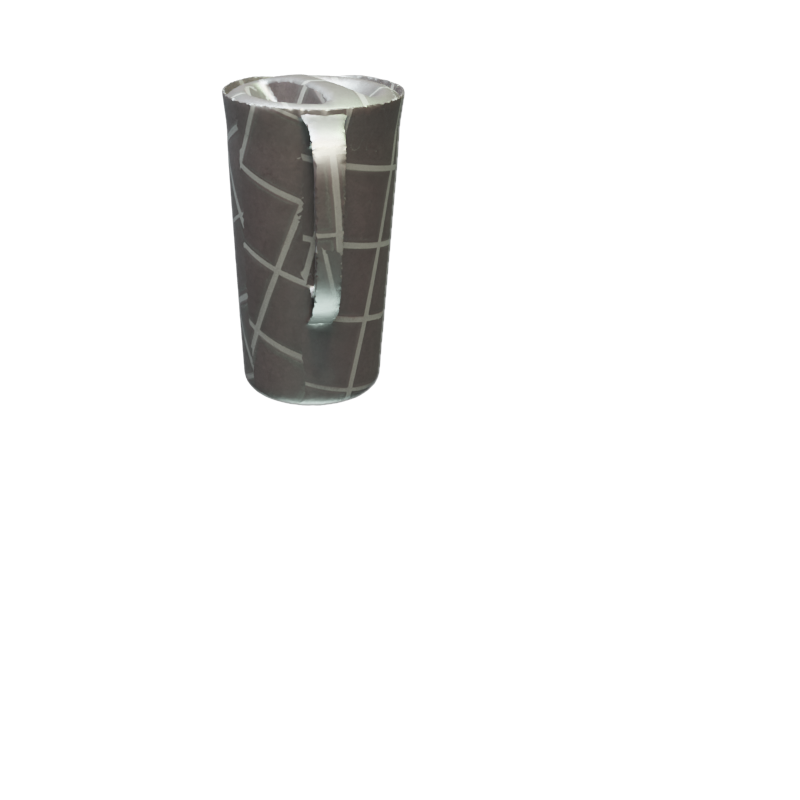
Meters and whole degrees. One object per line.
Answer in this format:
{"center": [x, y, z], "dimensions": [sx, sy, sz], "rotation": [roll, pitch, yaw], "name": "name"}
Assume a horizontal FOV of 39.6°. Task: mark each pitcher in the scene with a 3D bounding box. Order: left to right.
{"center": [-0.066, -0.119, 0.837], "dimensions": [0.152, 0.232, 0.148], "rotation": [15, 26, 32], "name": "pitcher"}
